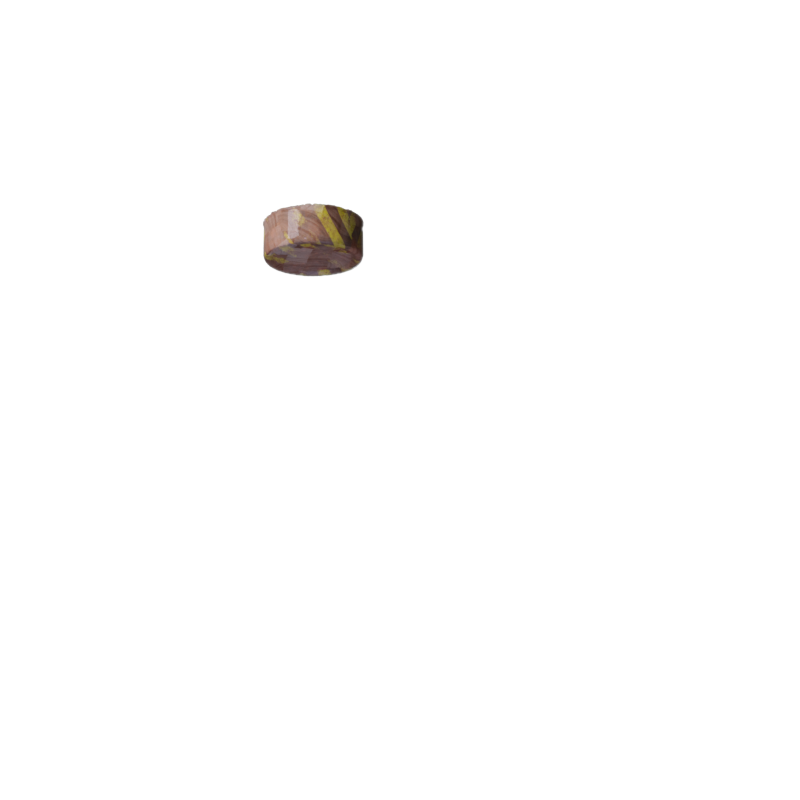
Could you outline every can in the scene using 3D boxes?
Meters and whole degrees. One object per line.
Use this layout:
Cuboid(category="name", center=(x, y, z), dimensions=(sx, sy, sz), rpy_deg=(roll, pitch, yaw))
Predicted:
Cuboid(category="can", center=(-0.074, -0.134, 0.939), dimensions=(0.086, 0.035, 0.082), rpy_deg=(0, -15, -2))
